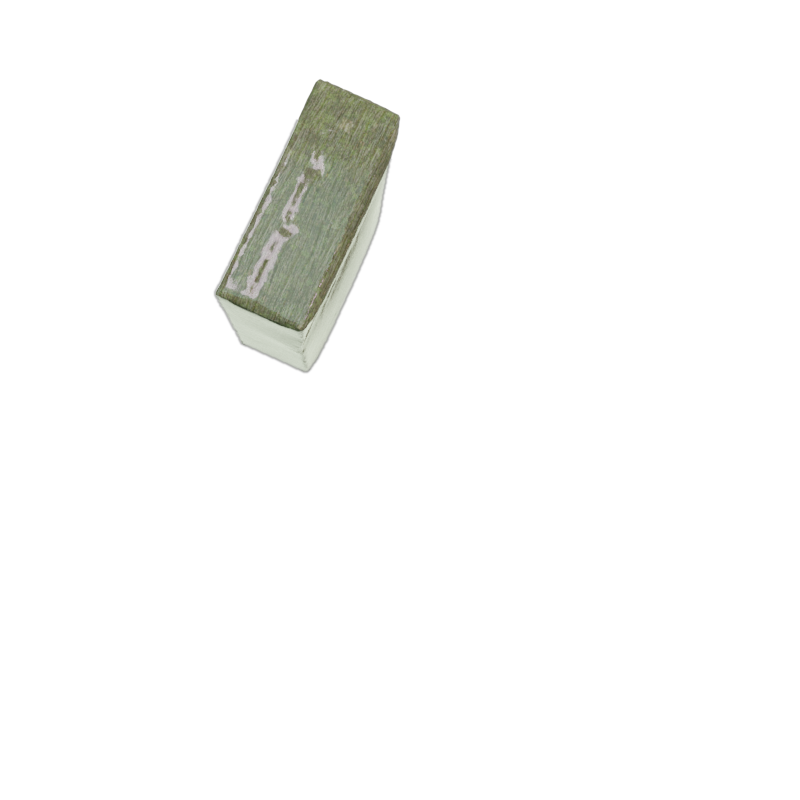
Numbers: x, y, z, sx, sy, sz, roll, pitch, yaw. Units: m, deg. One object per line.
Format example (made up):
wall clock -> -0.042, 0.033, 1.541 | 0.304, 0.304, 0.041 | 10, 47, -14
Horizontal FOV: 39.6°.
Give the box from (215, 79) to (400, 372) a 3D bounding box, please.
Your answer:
box -> -0.064, -0.117, 0.823 | 0.072, 0.167, 0.209 | 23, -9, -1
